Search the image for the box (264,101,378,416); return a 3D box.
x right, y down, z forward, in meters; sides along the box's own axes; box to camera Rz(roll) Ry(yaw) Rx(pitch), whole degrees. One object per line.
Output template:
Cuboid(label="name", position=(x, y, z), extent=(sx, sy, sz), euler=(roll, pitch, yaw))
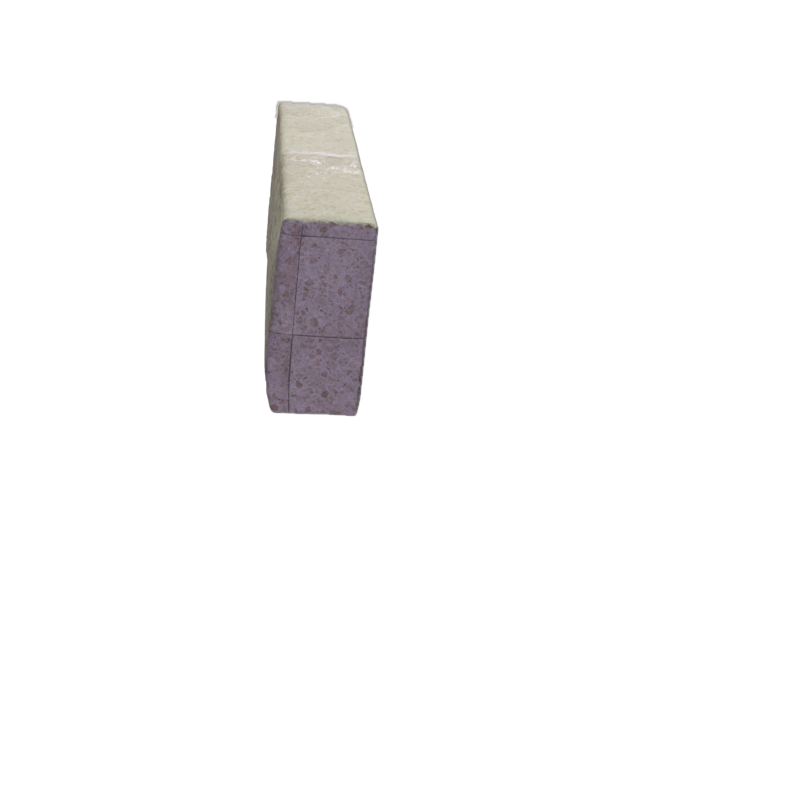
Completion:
Cuboid(label="box", position=(-0.042, -0.077, 0.540), extent=(0.048, 0.089, 0.187), euler=(5, 28, -7))
